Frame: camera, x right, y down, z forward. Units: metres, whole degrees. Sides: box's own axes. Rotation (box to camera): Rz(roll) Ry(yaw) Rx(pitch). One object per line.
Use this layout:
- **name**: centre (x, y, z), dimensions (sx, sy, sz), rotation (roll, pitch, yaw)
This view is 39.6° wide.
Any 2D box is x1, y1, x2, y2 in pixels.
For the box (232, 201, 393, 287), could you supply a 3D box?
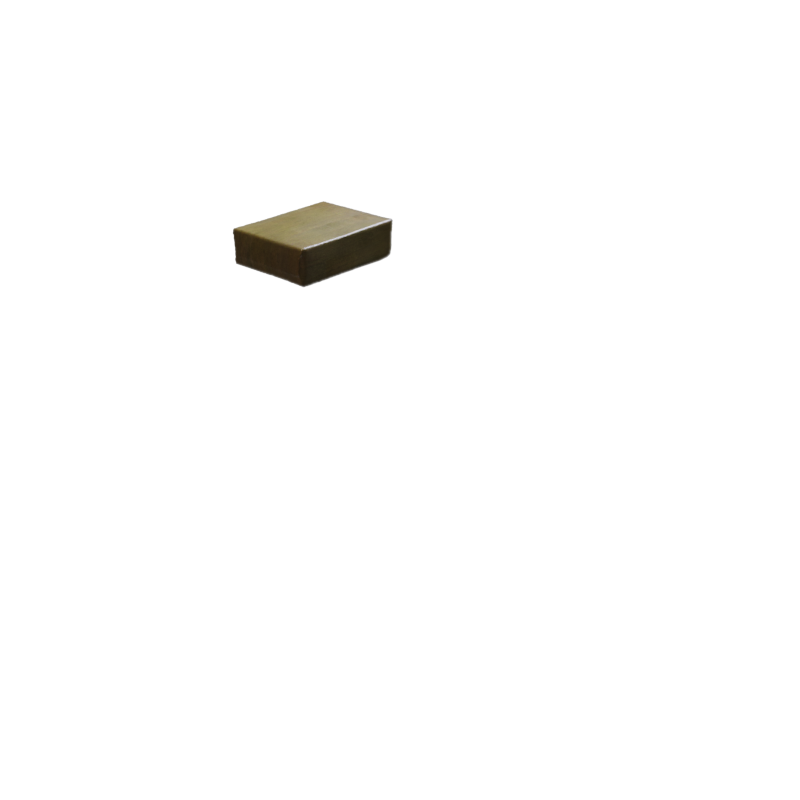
- **box**: centre (-0.076, -0.139, 0.973), dimensions (0.095, 0.037, 0.112), rotation (22, 32, 40)
